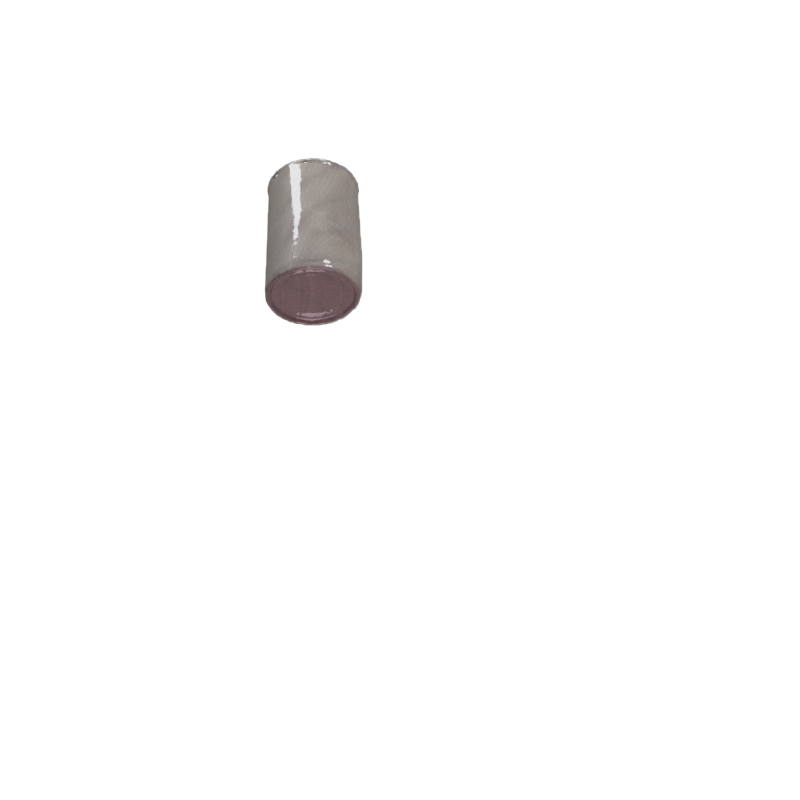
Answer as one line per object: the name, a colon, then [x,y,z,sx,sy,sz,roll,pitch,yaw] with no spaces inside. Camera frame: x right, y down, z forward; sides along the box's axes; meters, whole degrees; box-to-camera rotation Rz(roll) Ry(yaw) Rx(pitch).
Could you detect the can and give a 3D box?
can: [-0.062,-0.113,0.790,0.068,0.110,0.064,-1,-37,-3]
